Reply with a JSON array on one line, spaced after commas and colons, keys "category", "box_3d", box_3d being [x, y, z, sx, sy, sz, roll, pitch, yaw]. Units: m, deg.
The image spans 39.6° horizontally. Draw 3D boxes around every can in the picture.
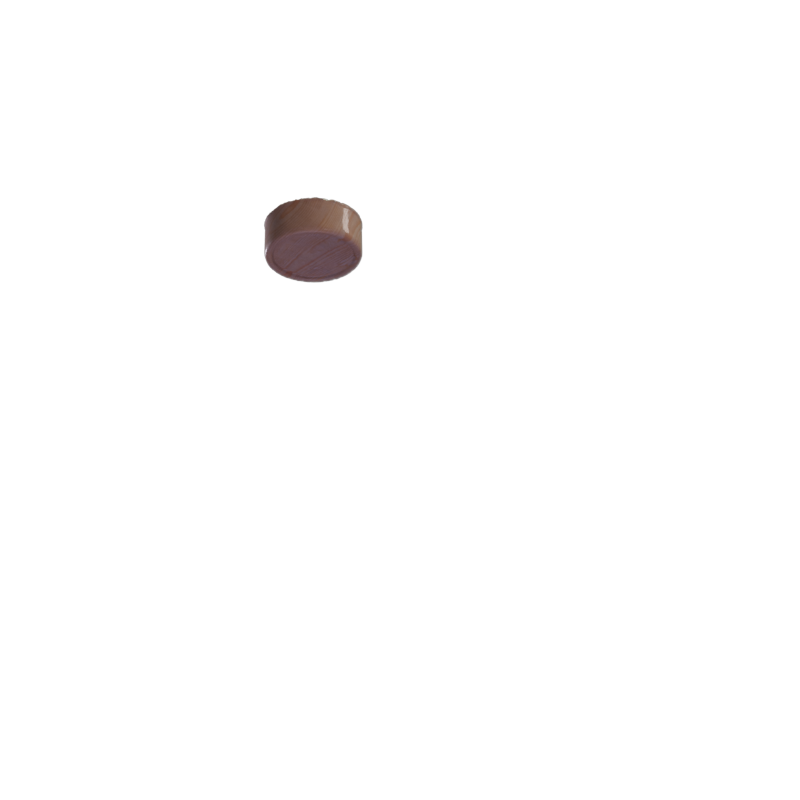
[{"category": "can", "box_3d": [-0.075, -0.137, 0.957, 0.086, 0.036, 0.081, 1, -28, -2]}]
